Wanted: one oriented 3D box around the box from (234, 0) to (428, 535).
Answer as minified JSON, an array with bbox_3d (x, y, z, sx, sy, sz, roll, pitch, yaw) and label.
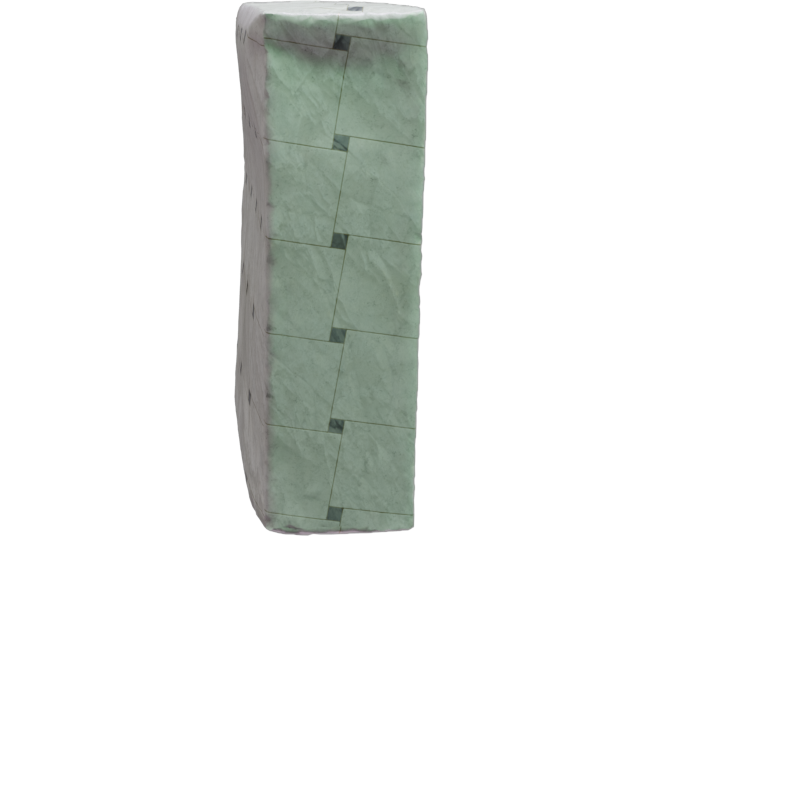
[{"bbox_3d":[-0.040,-0.072,0.507,0.071,0.207,0.172,-2,16,-10],"label":"box"}]
